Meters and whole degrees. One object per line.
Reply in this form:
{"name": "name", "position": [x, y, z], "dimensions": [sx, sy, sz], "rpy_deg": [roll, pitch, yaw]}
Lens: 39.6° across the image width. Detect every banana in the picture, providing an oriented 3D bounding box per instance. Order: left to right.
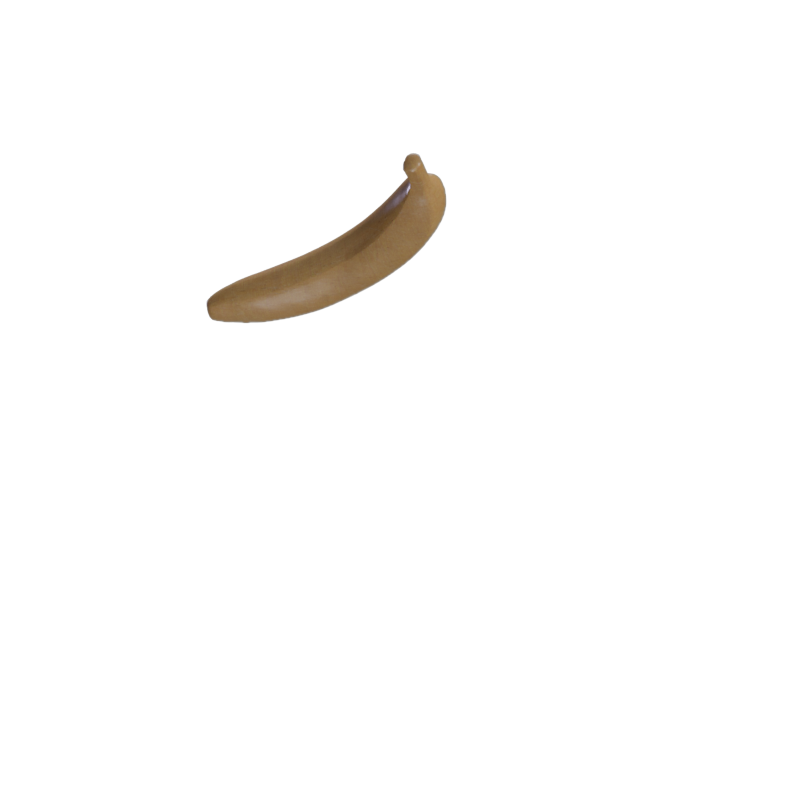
{"name": "banana", "position": [-0.037, -0.092, 0.683], "dimensions": [0.065, 0.039, 0.196], "rpy_deg": [28, -43, -35]}
